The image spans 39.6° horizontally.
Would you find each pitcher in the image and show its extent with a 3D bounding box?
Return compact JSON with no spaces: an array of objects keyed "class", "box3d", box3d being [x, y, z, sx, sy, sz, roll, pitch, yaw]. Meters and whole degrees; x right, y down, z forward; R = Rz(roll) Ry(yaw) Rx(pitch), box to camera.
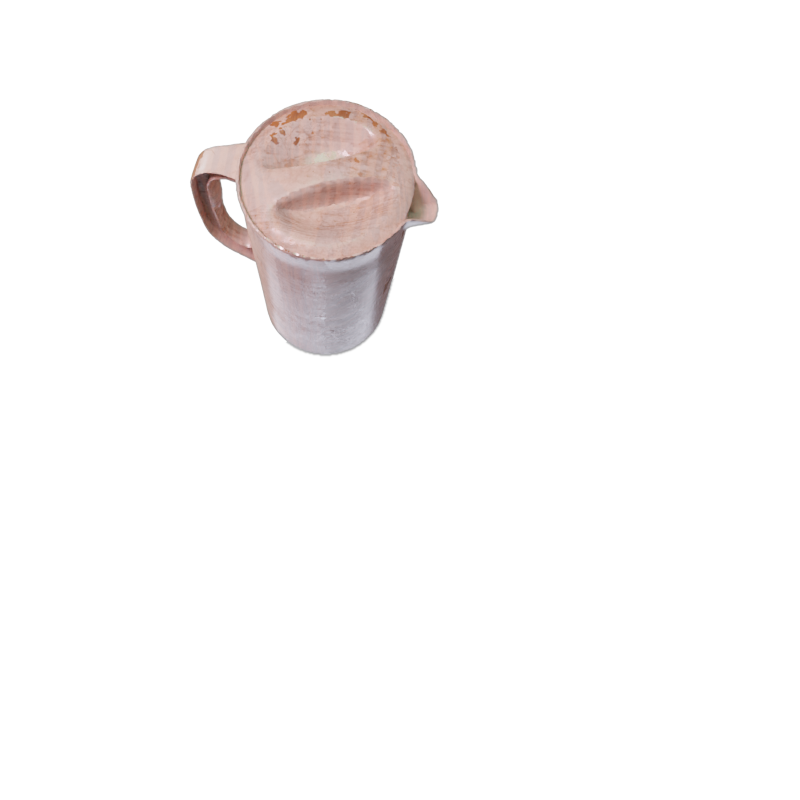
[{"class":"pitcher","box3d":[-0.071,-0.129,0.904,0.145,0.157,0.231,-31,-16,-14]}]
